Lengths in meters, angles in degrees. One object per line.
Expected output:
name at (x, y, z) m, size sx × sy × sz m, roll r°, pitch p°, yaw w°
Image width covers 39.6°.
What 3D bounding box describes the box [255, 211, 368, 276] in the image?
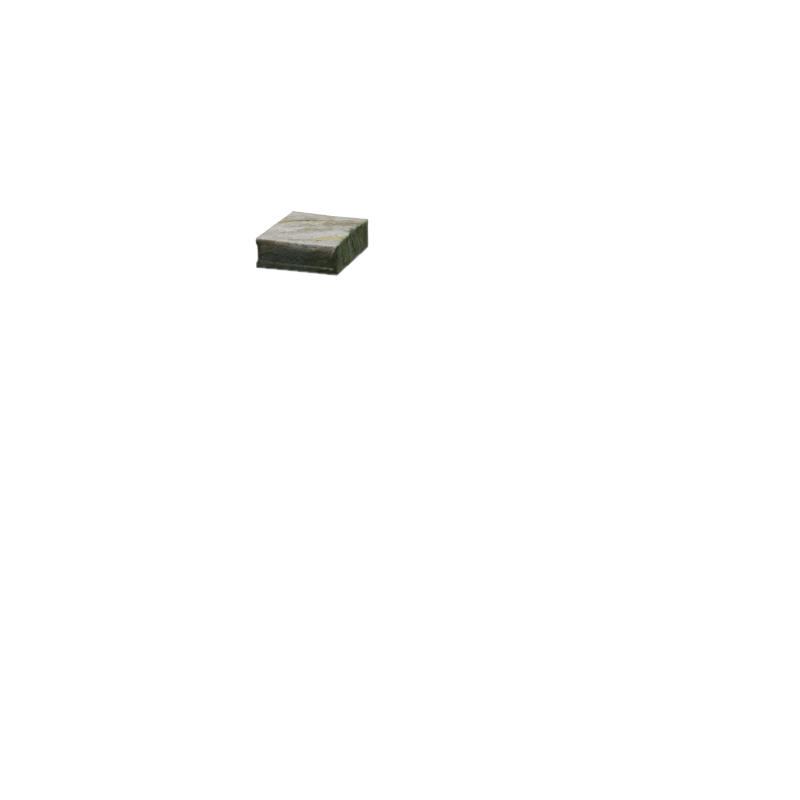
box at (-0.075, -0.136, 0.954) m, size 0.075 × 0.029 × 0.091 m, roll 8°, pitch 25°, yaw 16°
